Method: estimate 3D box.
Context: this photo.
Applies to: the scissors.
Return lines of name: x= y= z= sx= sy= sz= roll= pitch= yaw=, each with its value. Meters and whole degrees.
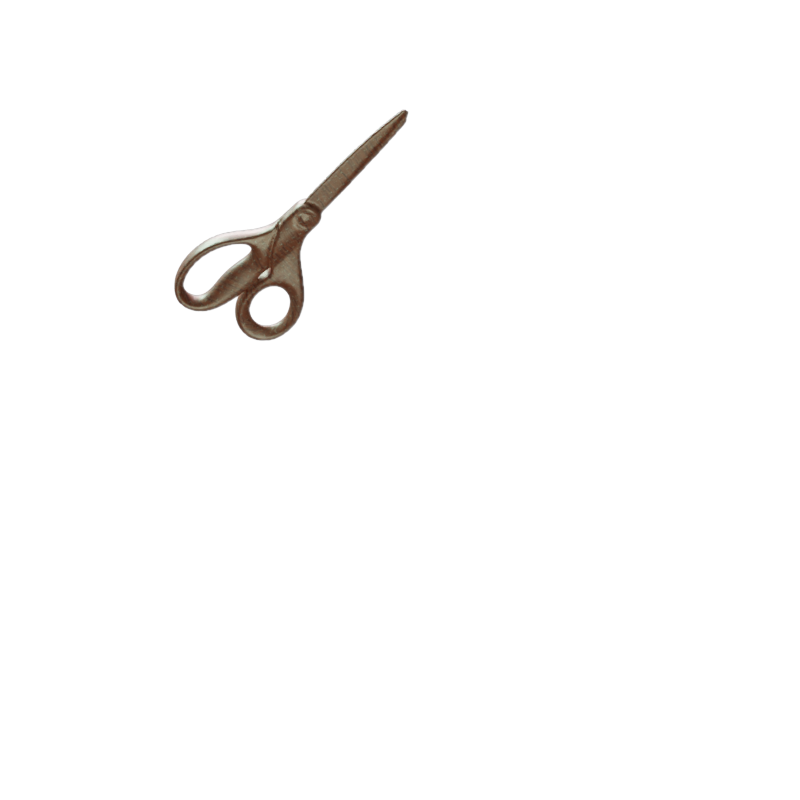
scissors: x=-0.057 y=-0.104 z=0.730 sx=0.202 sy=0.090 sz=0.017 roll=-28 pitch=30 yaw=18
